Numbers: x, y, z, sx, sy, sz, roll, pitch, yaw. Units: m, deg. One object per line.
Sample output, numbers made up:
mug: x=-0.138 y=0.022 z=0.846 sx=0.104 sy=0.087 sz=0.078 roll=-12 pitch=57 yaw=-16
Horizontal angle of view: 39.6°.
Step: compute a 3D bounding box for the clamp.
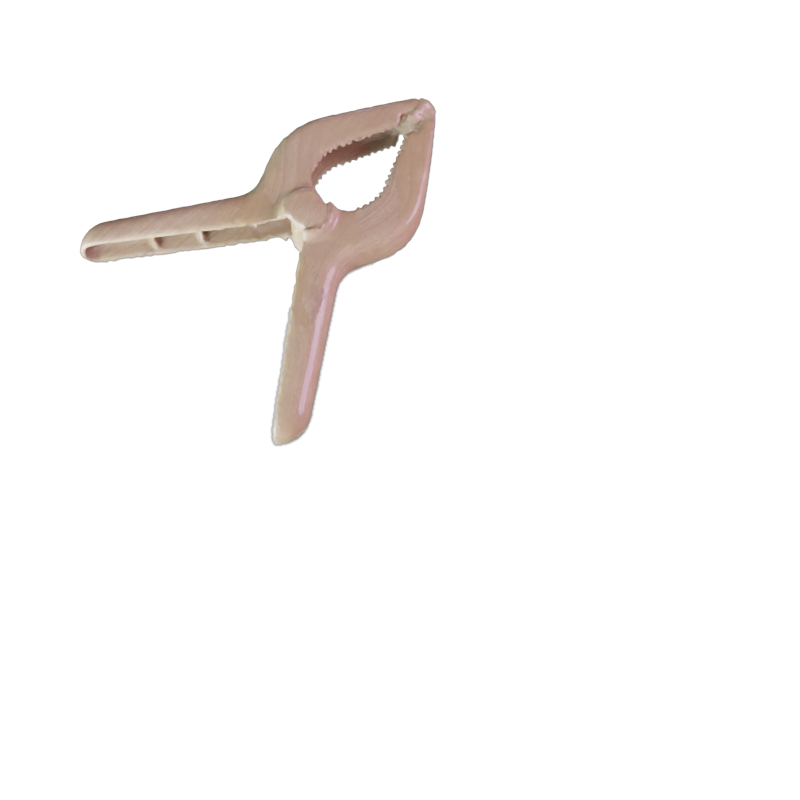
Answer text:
clamp: x=-0.048 y=-0.088 z=0.615 sx=0.211 sy=0.173 sz=0.034 roll=-37 pitch=-19 yaw=-15
